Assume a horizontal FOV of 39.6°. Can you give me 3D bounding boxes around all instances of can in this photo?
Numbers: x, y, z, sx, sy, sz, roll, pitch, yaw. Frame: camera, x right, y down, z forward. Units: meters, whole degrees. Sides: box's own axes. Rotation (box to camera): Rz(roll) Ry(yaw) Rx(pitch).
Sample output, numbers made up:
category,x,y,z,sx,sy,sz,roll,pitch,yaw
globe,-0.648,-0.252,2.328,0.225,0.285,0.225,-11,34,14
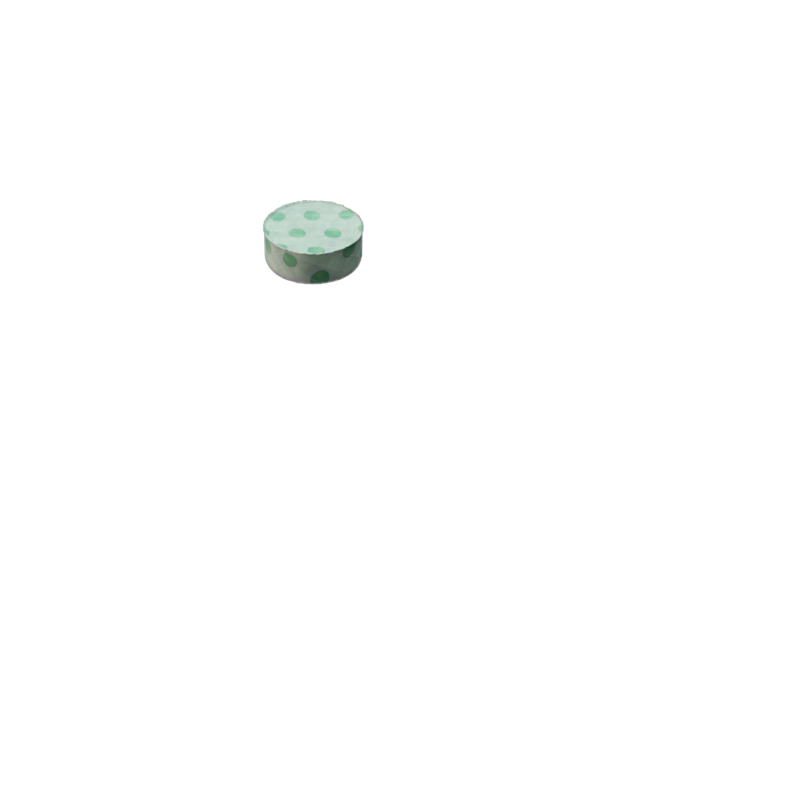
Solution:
category,x,y,z,sx,sy,sz,roll,pitch,yaw
can,-0.074,-0.136,0.950,0.086,0.031,0.092,-1,38,-2
